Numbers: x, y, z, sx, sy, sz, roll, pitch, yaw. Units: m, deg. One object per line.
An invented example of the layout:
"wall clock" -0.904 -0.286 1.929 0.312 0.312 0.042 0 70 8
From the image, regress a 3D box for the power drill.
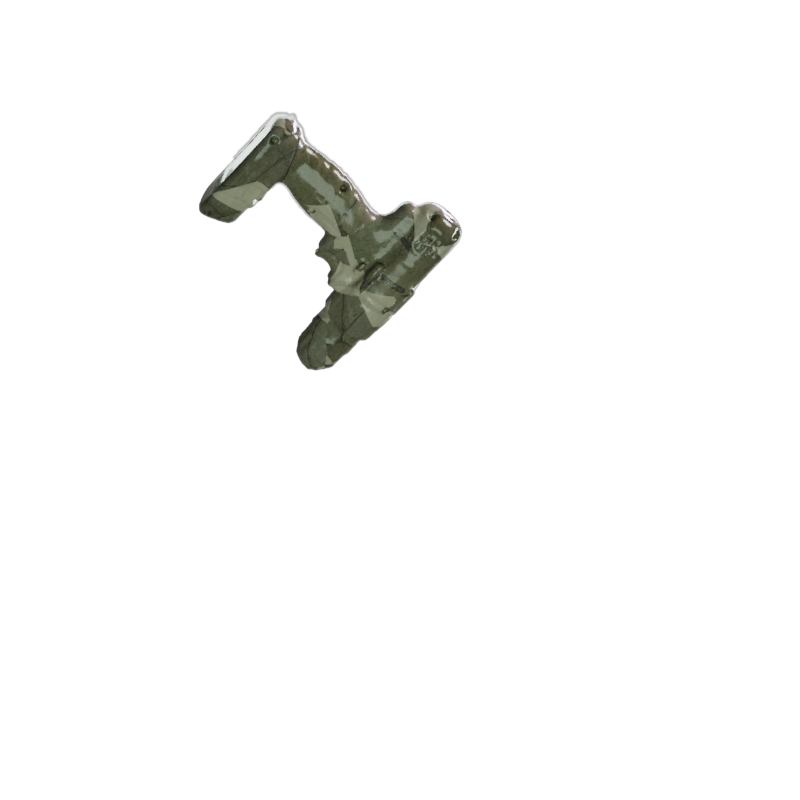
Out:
"power drill" -0.072 -0.131 0.918 0.181 0.182 0.060 39 19 -16
